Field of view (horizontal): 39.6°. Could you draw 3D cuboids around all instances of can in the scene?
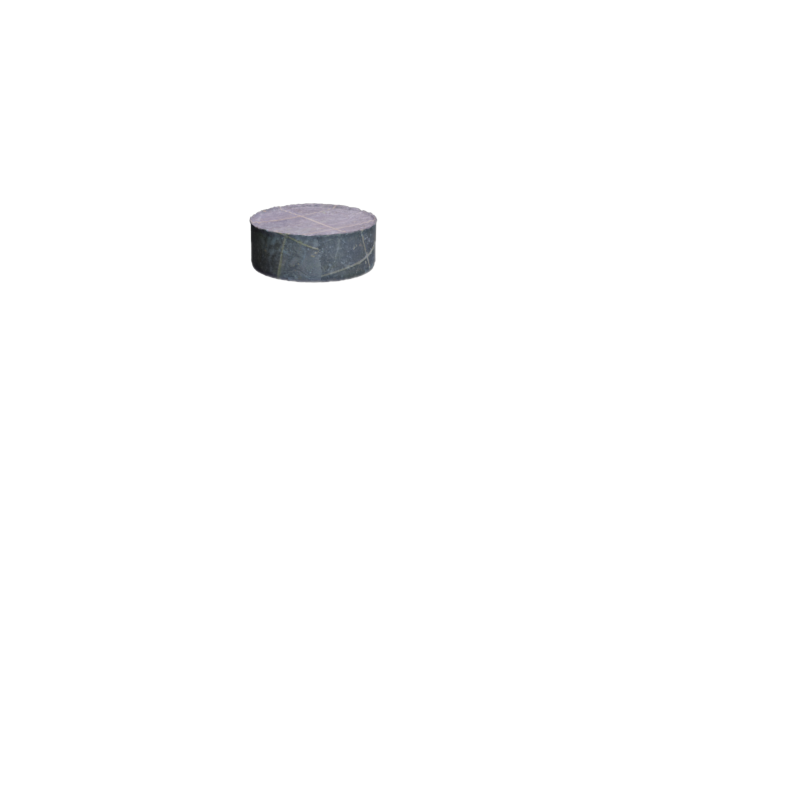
[{"bbox_3d":[-0.059,-0.107,0.748,0.086,0.032,0.090,-1,22,-2],"label":"can"}]
